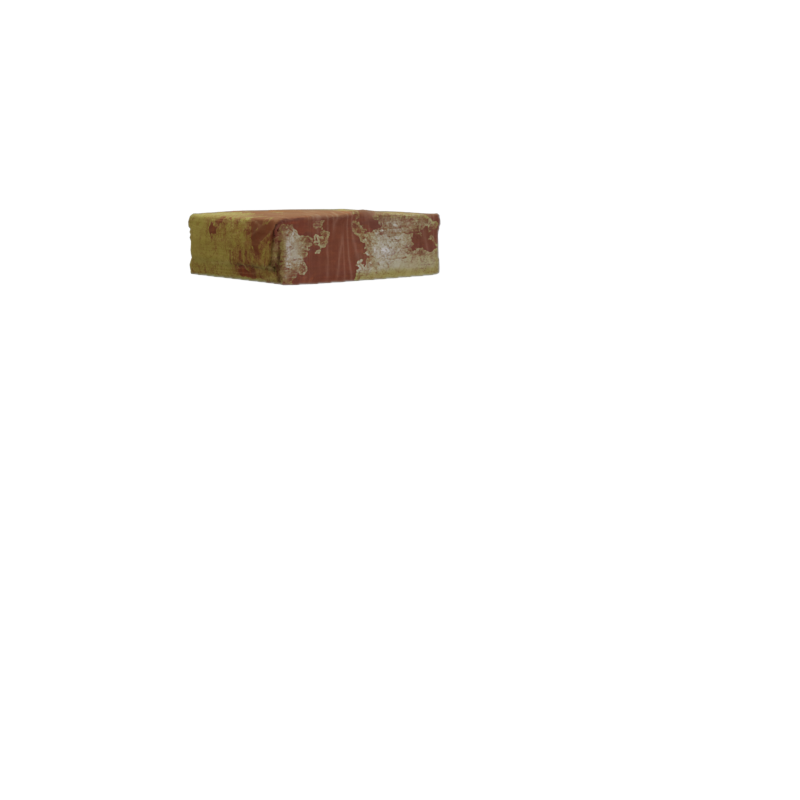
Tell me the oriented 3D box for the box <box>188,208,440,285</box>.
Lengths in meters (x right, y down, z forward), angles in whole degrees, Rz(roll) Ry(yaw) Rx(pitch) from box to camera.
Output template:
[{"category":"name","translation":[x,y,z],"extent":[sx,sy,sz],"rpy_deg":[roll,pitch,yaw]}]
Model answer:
[{"category":"box","translation":[-0.039,-0.070,0.493],"extent":[0.086,0.030,0.077],"rpy_deg":[-8,13,-37]}]
